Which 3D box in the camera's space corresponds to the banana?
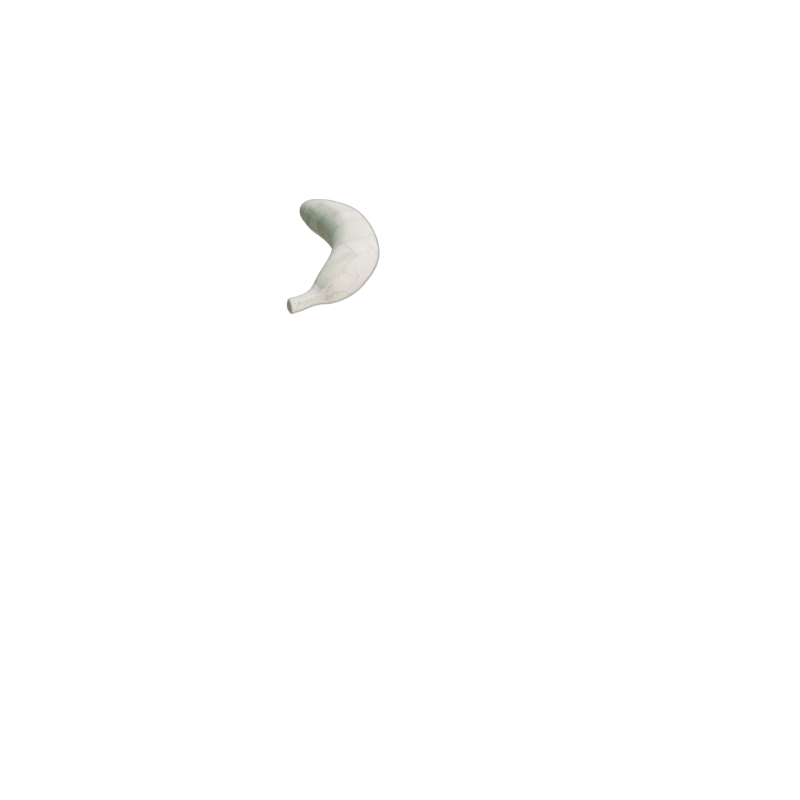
[{"bbox_3d":[-0.052,-0.126,0.893,0.070,0.035,0.209,0,28,-1],"label":"banana"}]
